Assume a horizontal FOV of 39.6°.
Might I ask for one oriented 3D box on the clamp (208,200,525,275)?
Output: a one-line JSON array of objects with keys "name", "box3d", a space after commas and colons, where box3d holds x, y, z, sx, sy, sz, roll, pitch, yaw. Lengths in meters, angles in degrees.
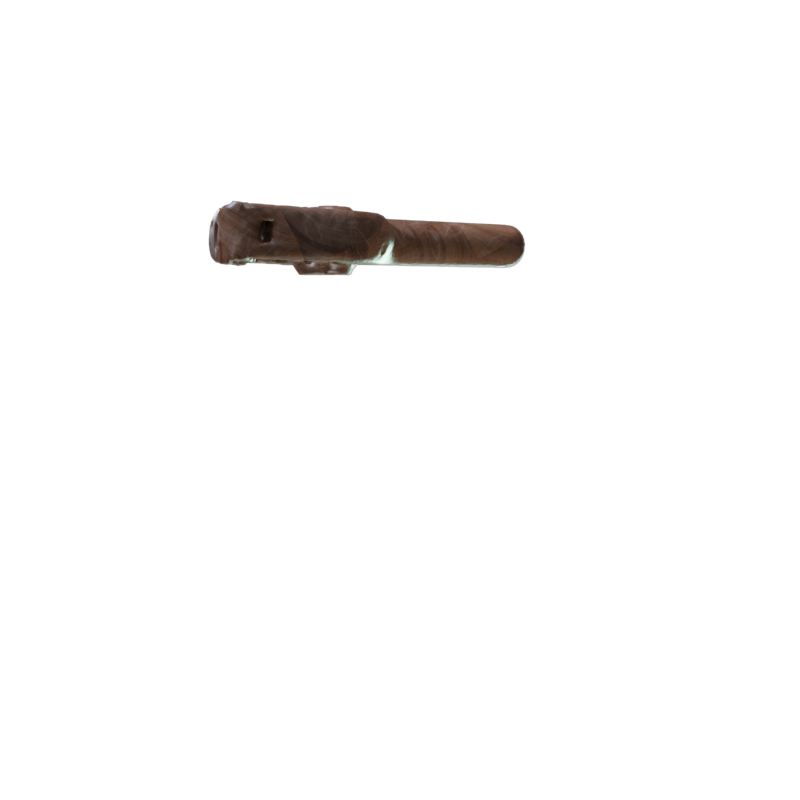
[{"name": "clamp", "box3d": [-0.047, -0.085, 0.595, 0.170, 0.036, 0.203, 3, 7, 30]}]
